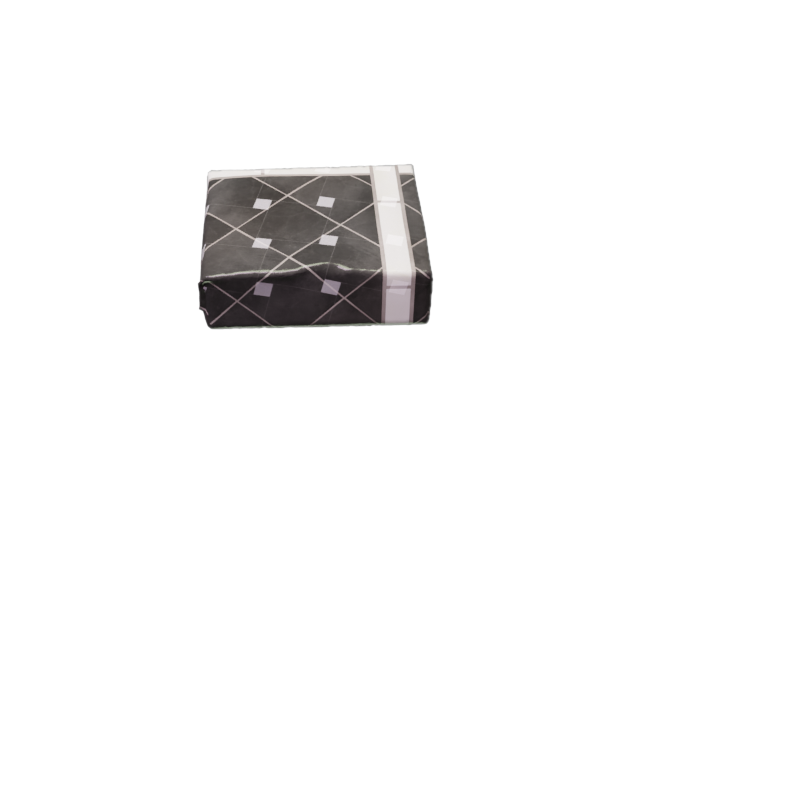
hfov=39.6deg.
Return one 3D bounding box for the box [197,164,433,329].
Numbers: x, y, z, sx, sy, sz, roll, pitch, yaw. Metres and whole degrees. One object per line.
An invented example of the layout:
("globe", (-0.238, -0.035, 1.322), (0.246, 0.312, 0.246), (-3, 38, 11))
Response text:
("box", (-0.035, -0.064, 0.447), (0.089, 0.028, 0.079), (-2, 42, -2))
